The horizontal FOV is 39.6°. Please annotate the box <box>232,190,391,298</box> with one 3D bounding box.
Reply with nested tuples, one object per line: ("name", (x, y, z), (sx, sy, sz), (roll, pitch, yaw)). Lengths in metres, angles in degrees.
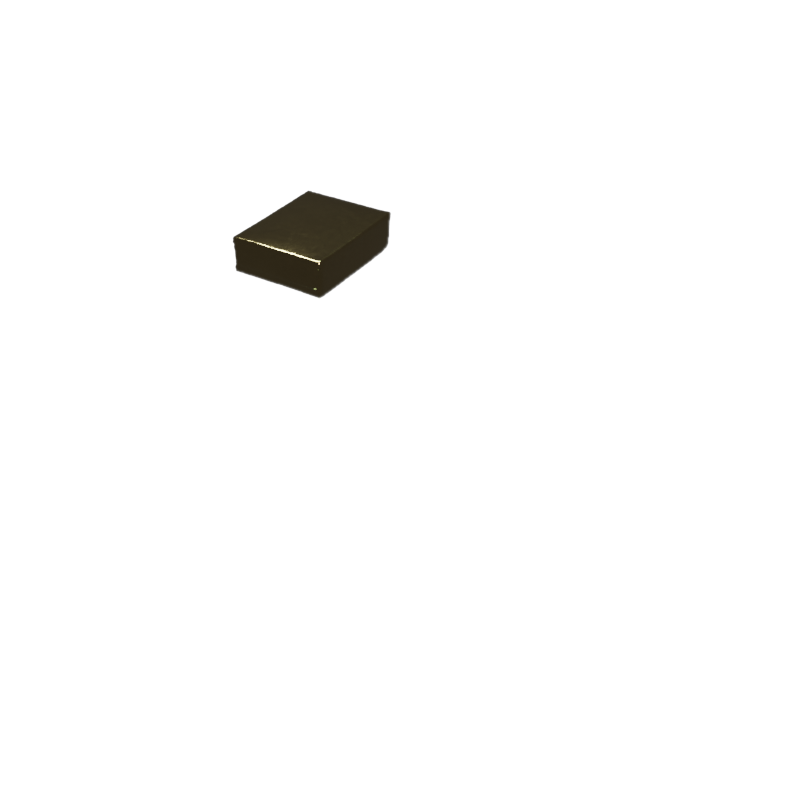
("box", (-0.074, -0.136, 0.951), (0.094, 0.037, 0.115), (19, 37, 27))
